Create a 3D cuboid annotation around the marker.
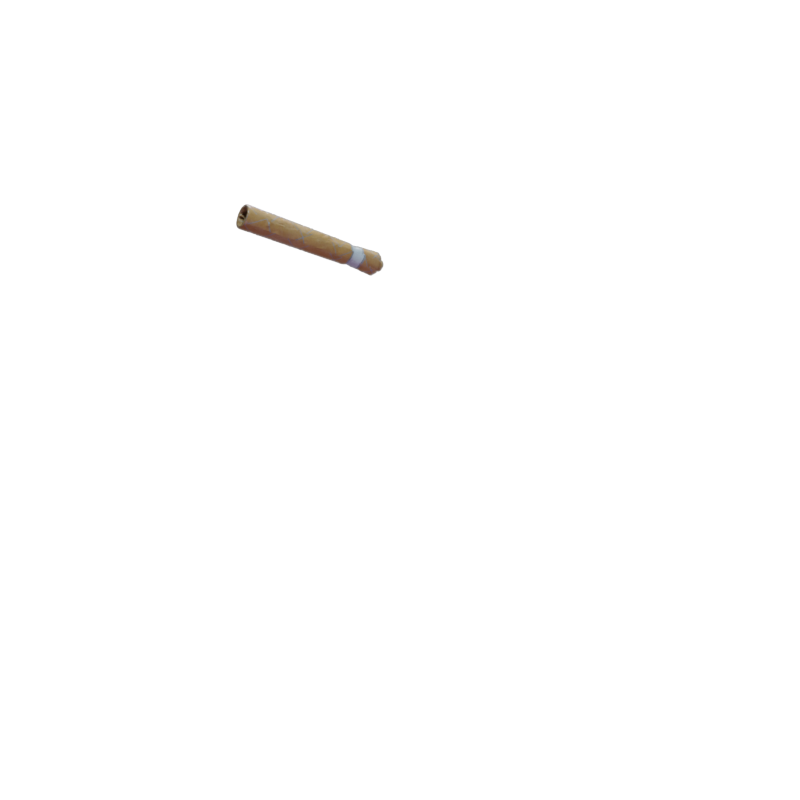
[{"bbox_3d":[-0.065,-0.118,0.824,0.115,0.020,0.020,17,-4,-26],"label":"marker"}]
